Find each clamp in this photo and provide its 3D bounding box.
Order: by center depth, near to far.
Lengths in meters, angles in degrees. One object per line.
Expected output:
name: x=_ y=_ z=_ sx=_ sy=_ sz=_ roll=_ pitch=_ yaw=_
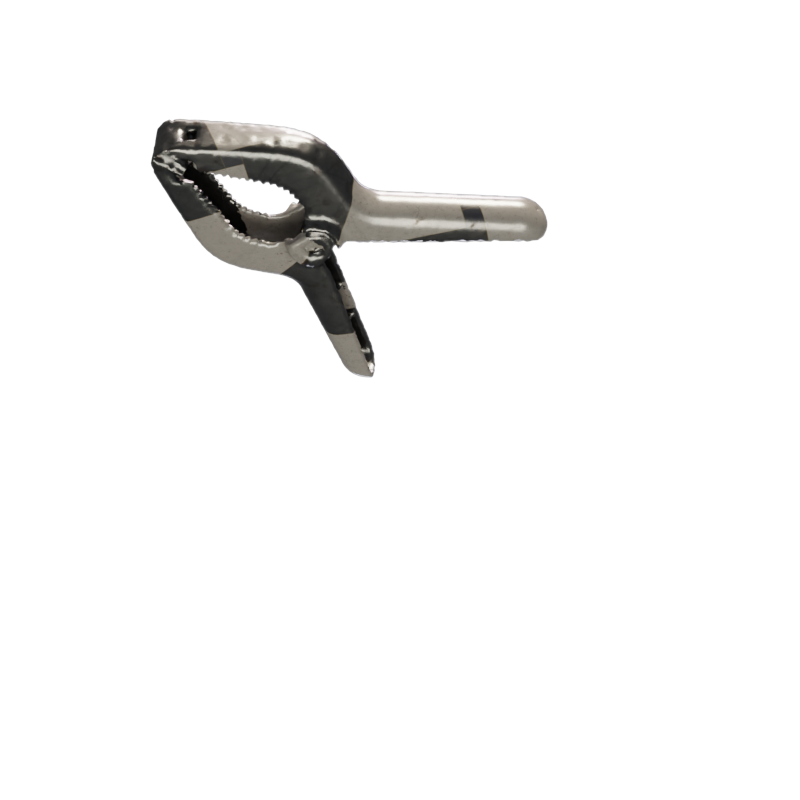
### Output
clamp: x=-0.048 y=-0.088 z=0.618 sx=0.201 sy=0.039 sz=0.160 roll=22 pitch=-47 yaw=-22
